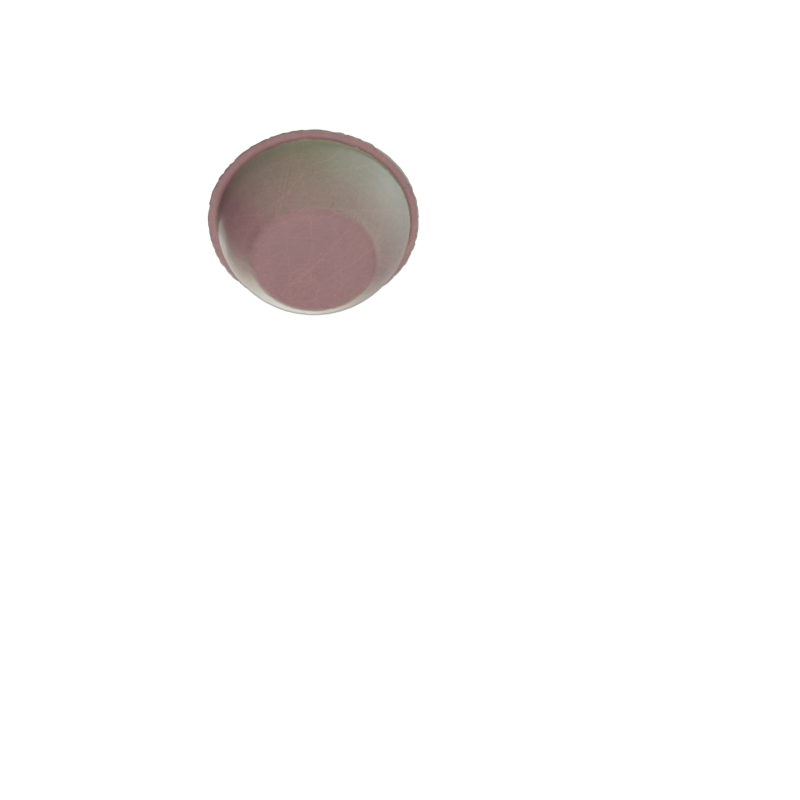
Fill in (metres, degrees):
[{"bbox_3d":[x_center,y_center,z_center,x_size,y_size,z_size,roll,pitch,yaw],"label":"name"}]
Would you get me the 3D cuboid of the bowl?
[{"bbox_3d":[-0.065,-0.118,0.825,0.162,0.152,0.059,1,36,-1],"label":"bowl"}]
